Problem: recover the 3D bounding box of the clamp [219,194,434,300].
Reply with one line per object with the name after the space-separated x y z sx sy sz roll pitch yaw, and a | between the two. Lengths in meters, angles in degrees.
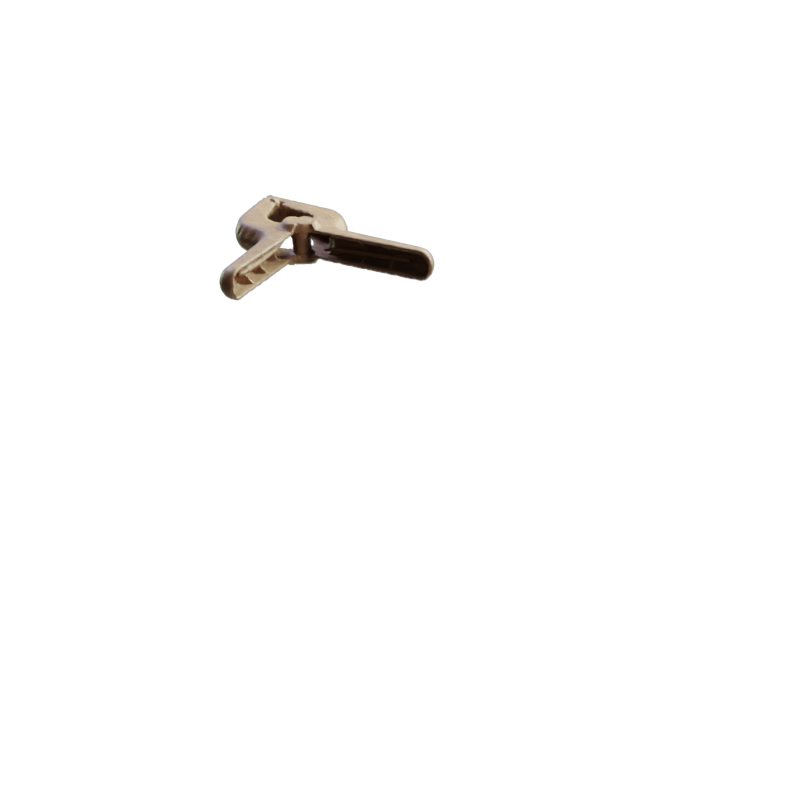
-0.071 -0.130 0.909 0.163 0.035 0.222 -4 24 -10 | clamp
